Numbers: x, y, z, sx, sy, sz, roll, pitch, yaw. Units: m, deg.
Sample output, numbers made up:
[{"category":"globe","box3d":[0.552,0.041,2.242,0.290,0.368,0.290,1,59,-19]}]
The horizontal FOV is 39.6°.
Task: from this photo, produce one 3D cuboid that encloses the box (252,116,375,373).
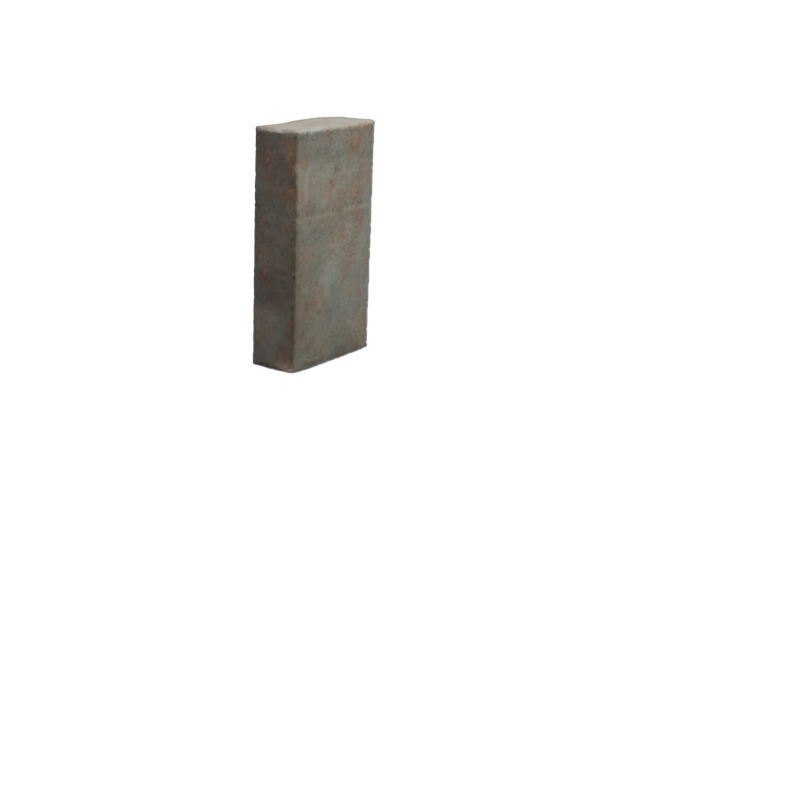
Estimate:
[{"category":"box","box3d":[-0.063,-0.115,0.808,0.050,0.171,0.092,10,16,35]}]
